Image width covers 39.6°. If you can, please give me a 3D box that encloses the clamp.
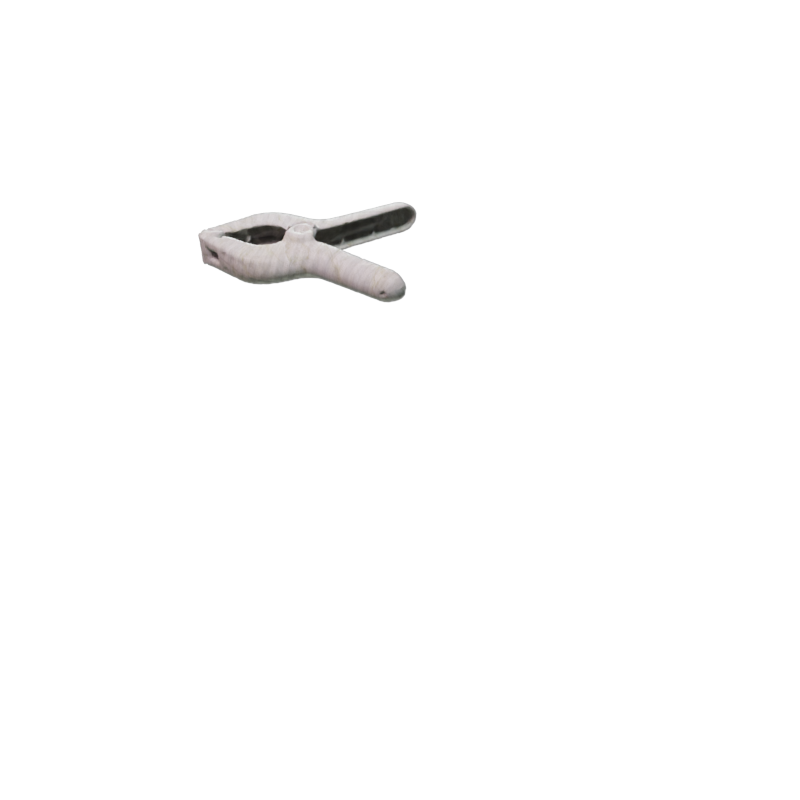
[{"bbox_3d":[-0.068,-0.124,0.865,0.176,0.037,0.125,9,33,14],"label":"clamp"}]
